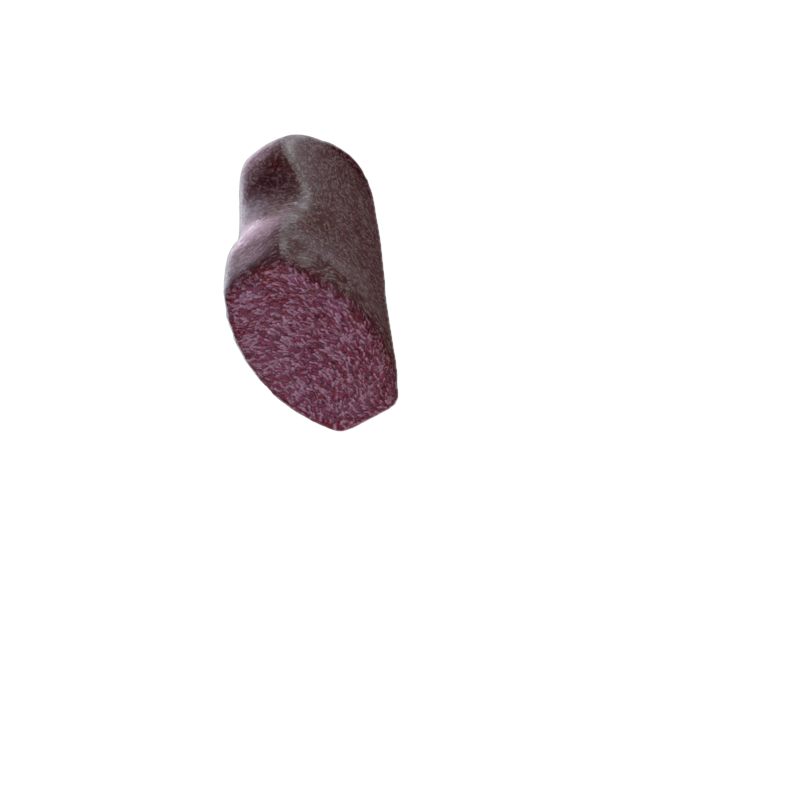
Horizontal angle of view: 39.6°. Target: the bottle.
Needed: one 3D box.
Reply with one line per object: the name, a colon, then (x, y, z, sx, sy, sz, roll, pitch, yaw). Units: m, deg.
bottle: (-0.043, -0.079, 0.553, 0.058, 0.090, 0.205, -31, 32, 17)
